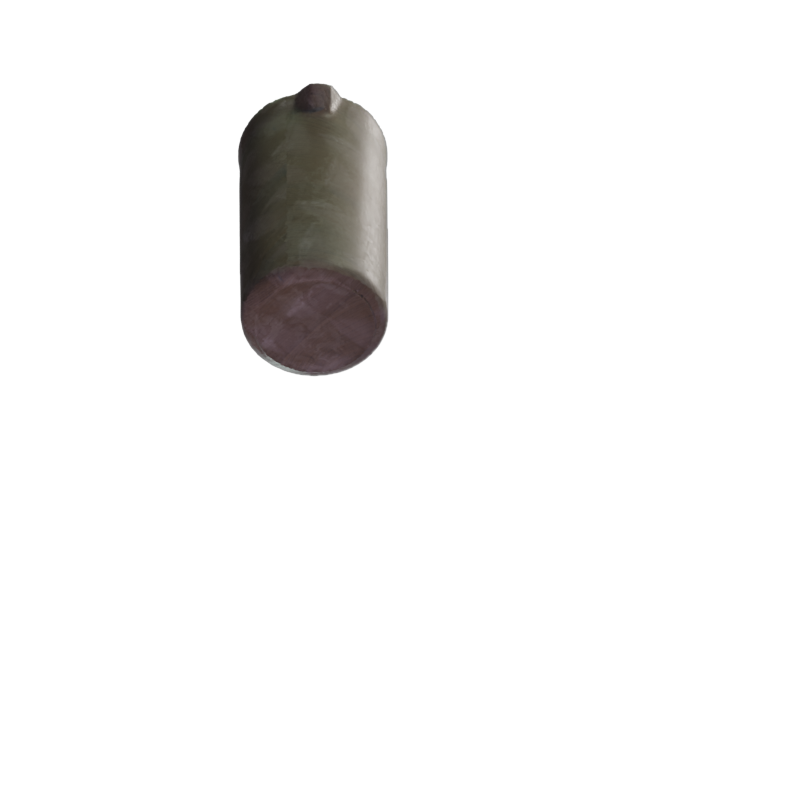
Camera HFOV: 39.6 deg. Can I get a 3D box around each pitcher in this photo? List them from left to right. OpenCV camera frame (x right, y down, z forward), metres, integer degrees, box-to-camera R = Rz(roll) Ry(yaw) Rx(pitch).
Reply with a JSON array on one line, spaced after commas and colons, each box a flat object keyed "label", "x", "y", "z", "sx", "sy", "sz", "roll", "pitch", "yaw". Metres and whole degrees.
[{"label": "pitcher", "x": -0.071, "y": -0.129, "z": 0.902, "sx": 0.144, "sy": 0.261, "sz": 0.139, "roll": -32, "pitch": -55, "yaw": 22}]
